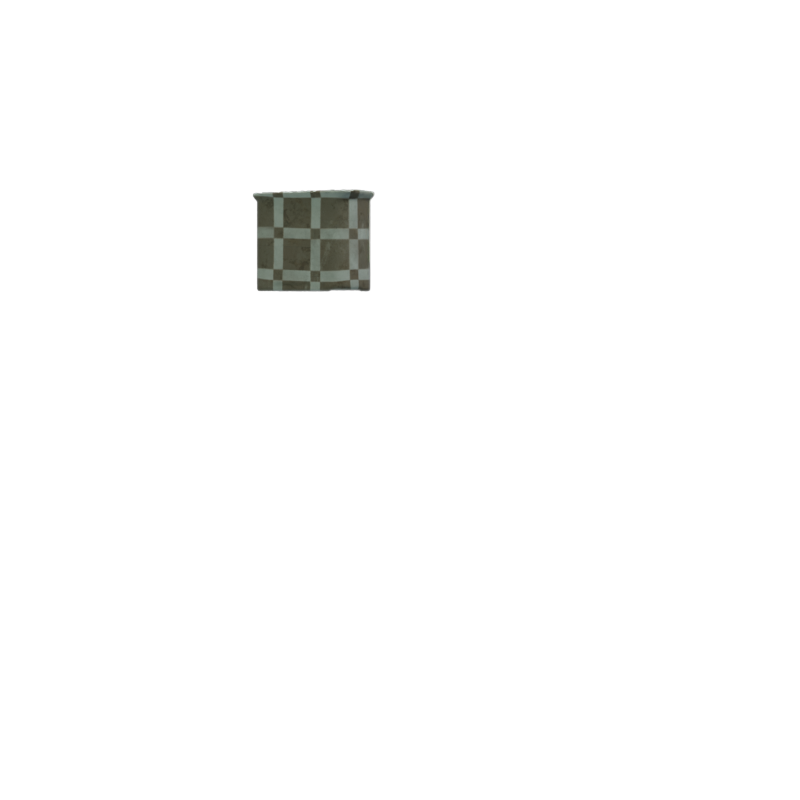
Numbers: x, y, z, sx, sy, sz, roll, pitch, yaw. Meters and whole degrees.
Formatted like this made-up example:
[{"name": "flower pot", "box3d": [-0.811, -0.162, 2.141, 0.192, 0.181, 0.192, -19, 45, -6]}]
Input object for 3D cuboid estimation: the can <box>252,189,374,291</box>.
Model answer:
[{"name": "can", "box3d": [-0.074, -0.134, 0.940, 0.105, 0.084, 0.056, 2, 2, 26]}]
